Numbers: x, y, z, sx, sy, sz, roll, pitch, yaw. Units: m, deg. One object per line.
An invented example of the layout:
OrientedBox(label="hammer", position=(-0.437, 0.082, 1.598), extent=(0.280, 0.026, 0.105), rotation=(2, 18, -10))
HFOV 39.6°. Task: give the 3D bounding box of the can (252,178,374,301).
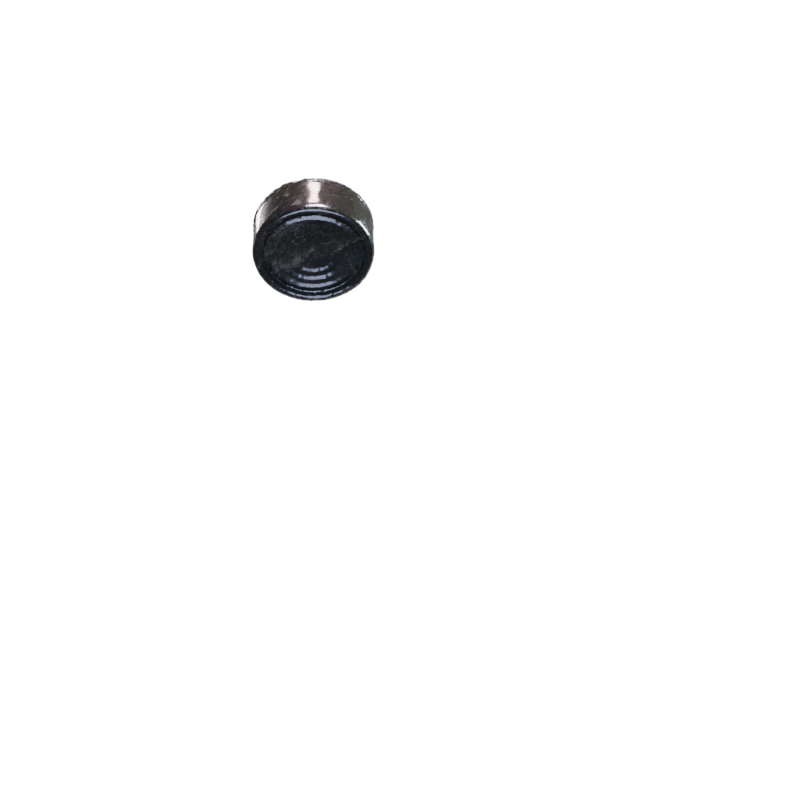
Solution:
OrientedBox(label="can", position=(-0.061, -0.111, 0.776), extent=(0.086, 0.080, 0.036), rotation=(1, 41, -1))
